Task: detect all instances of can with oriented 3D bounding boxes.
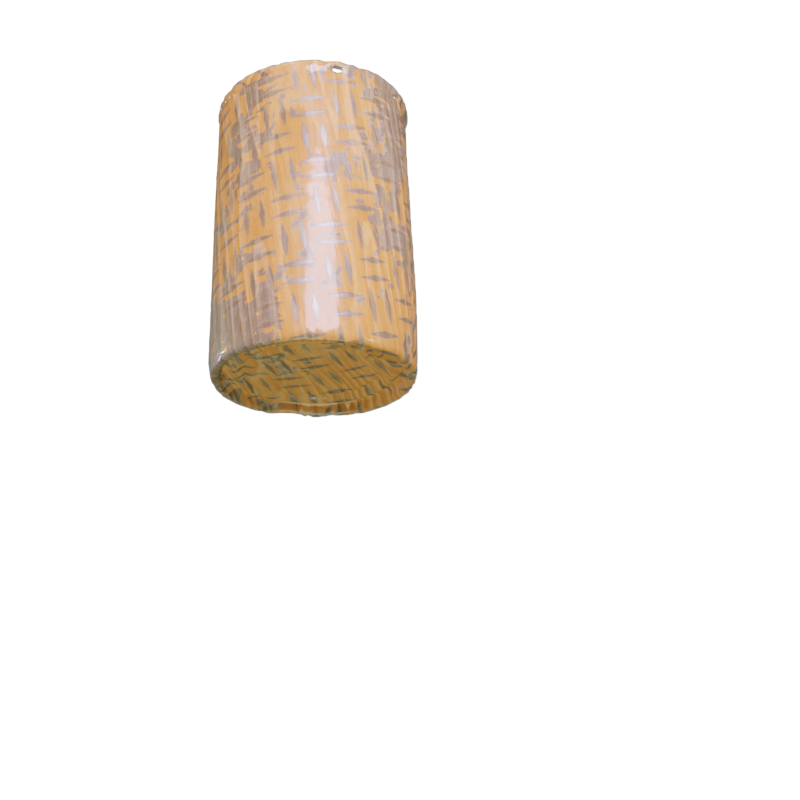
[{"bbox_3d":[-0.029,-0.053,0.374,0.068,0.108,0.065,0,-27,-2],"label":"can"}]
